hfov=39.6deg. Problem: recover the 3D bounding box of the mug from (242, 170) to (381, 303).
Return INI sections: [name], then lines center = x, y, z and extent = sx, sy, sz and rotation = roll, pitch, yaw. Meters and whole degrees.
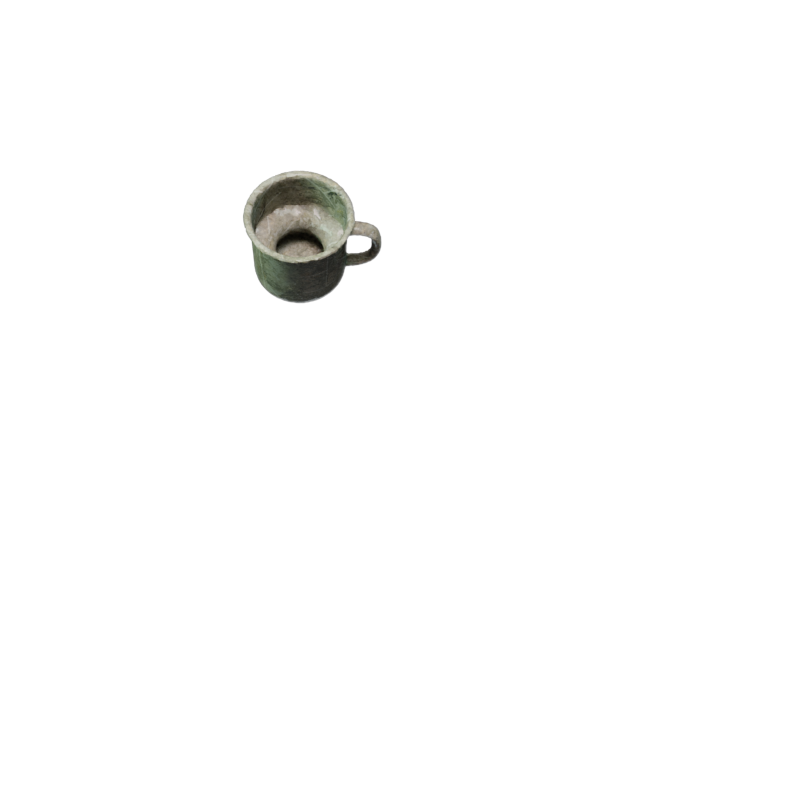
[mug]
center = -0.075, -0.136, 0.955
extent = 0.117, 0.099, 0.077
rotation = 0, -30, -1
